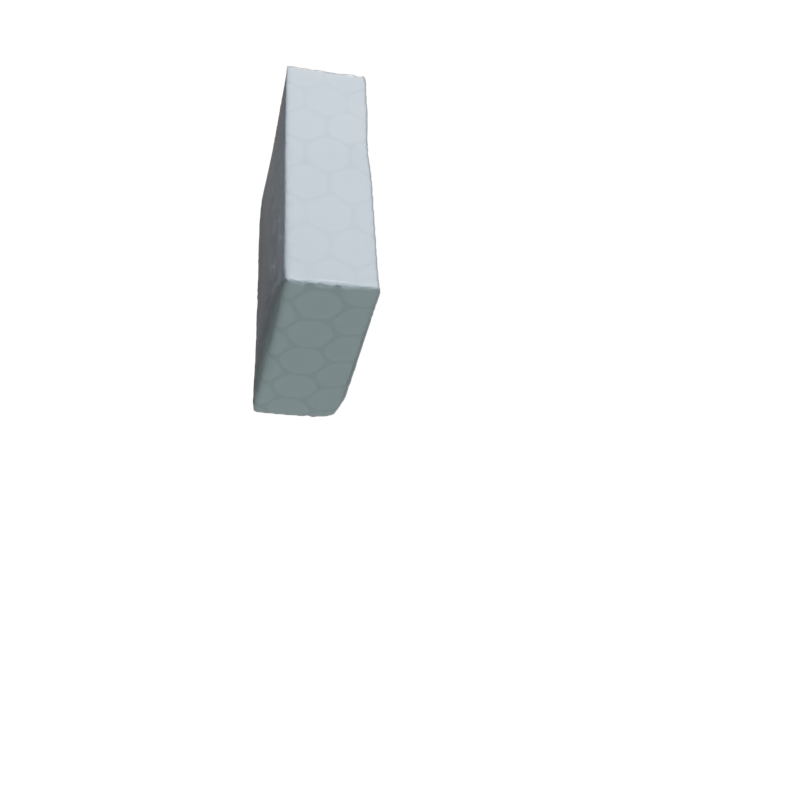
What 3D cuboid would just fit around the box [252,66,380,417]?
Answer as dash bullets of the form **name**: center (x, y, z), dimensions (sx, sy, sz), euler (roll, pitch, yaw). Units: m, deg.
- **box**: center (-0.066, -0.120, 0.841), dimensions (0.071, 0.229, 0.155), euler (6, -38, -12)
